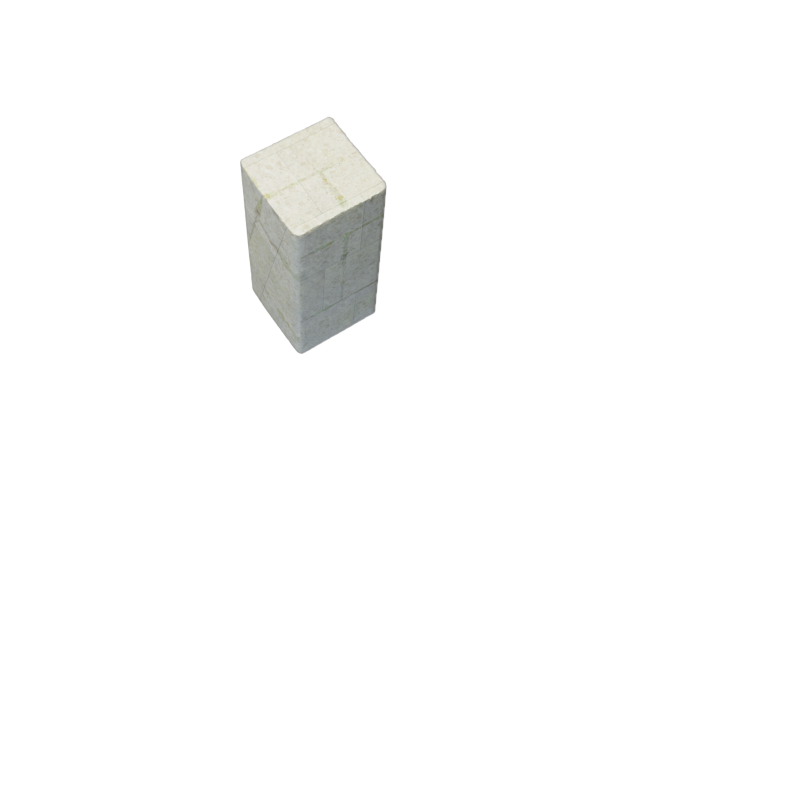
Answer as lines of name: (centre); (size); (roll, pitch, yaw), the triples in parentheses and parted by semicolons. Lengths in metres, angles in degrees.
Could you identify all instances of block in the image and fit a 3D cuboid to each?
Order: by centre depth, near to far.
block: (-0.076, -0.139, 0.977); (0.091, 0.096, 0.194); (-29, -22, -17)
